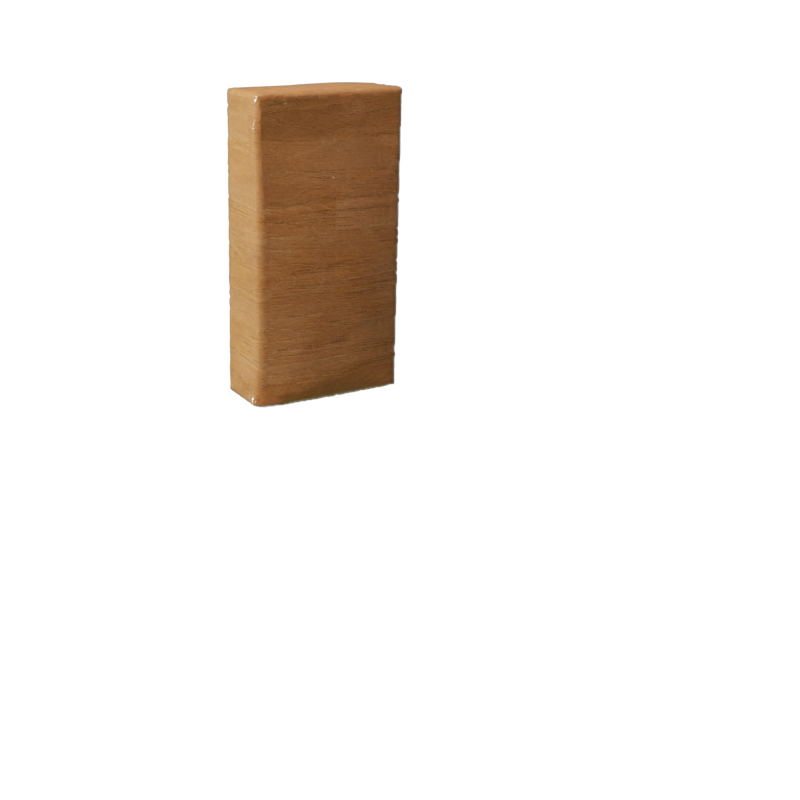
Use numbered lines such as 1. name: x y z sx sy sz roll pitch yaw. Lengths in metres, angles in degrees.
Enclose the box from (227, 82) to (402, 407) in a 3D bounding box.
1. box: -0.049 -0.090 0.628 0.091 0.171 0.051 -7 15 -31
